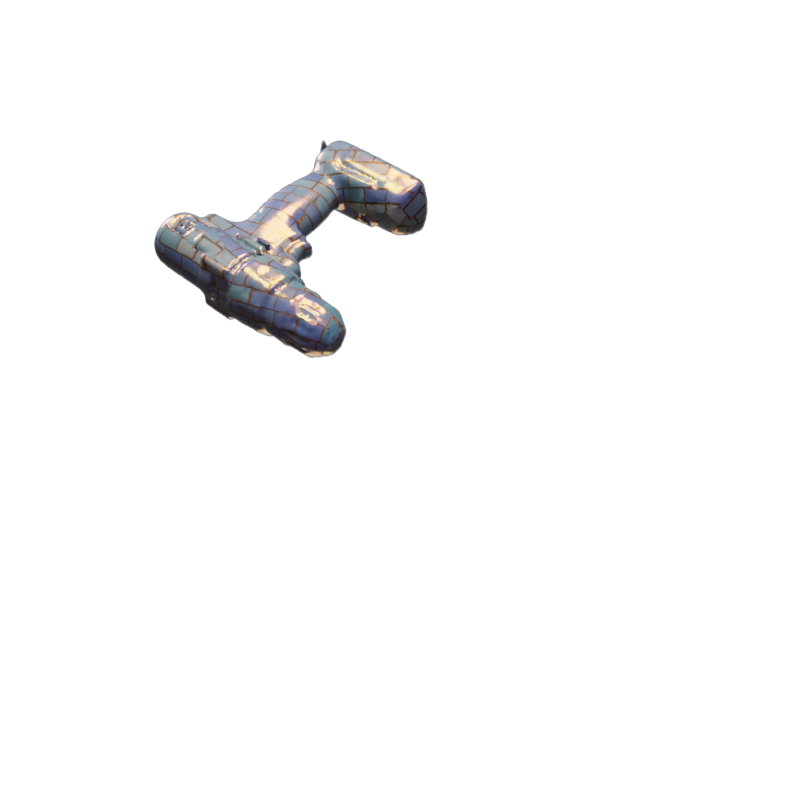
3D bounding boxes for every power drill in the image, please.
[{"bbox_3d":[-0.066,-0.121,0.847,0.197,0.053,0.189,33,52,30],"label":"power drill"}]
